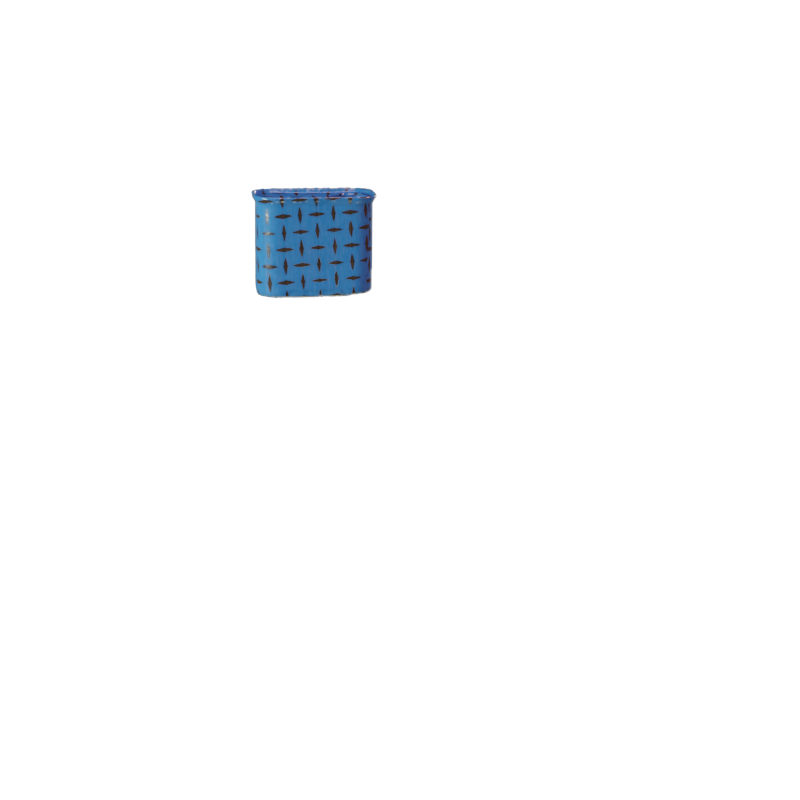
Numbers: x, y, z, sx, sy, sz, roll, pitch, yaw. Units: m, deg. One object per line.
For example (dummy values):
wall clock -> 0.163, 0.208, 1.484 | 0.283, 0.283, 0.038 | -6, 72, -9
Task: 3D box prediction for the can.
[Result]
can -> -0.072, -0.132, 0.923 | 0.101, 0.081, 0.060 | -1, 13, -7
